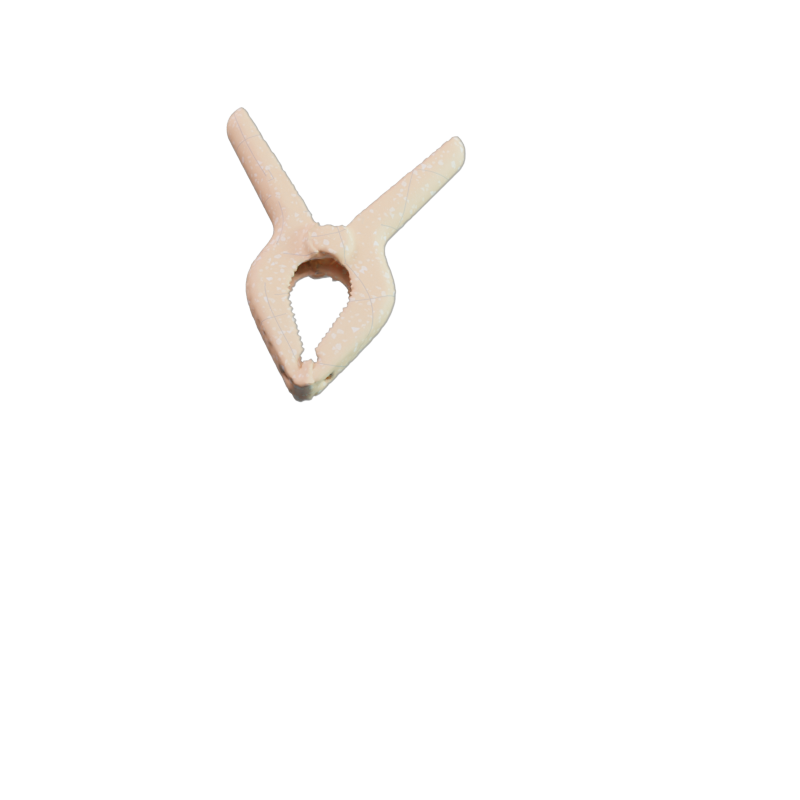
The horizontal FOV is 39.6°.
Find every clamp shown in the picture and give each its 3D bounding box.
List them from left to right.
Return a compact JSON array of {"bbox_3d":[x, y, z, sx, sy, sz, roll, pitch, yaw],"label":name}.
[{"bbox_3d":[-0.057,-0.103,0.722,0.167,0.220,0.034,12,-28,6],"label":"clamp"}]
